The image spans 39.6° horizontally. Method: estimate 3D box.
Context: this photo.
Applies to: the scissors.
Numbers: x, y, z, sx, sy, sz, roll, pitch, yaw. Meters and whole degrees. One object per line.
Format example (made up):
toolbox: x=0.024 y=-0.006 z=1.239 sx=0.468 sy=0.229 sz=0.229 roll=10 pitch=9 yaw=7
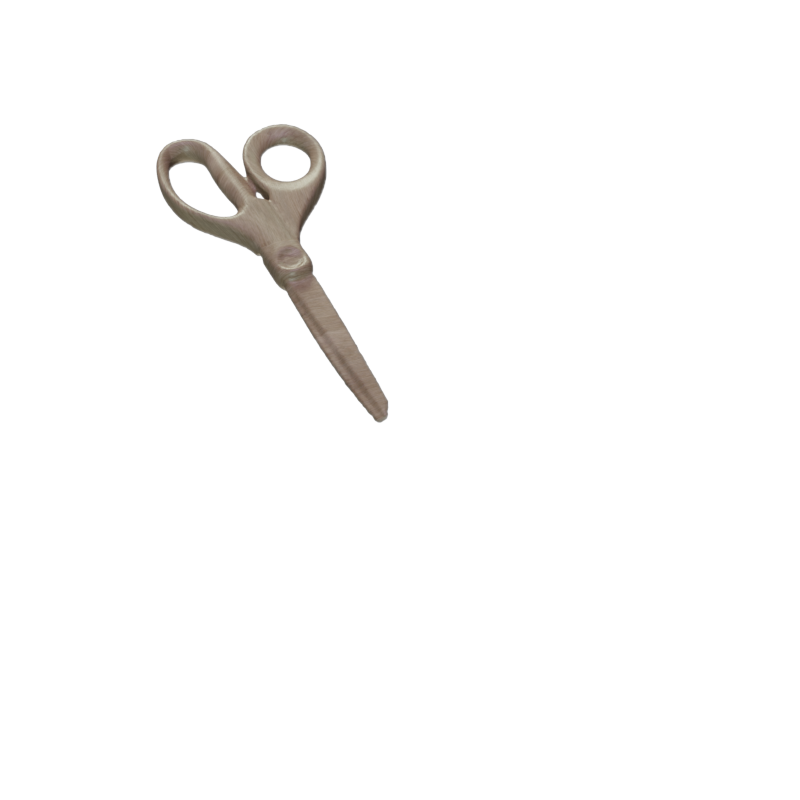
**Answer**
scissors: x=-0.042 y=-0.077 z=0.542 sx=0.096 sy=0.015 sz=0.216 roll=-33 pitch=57 yaw=-25
